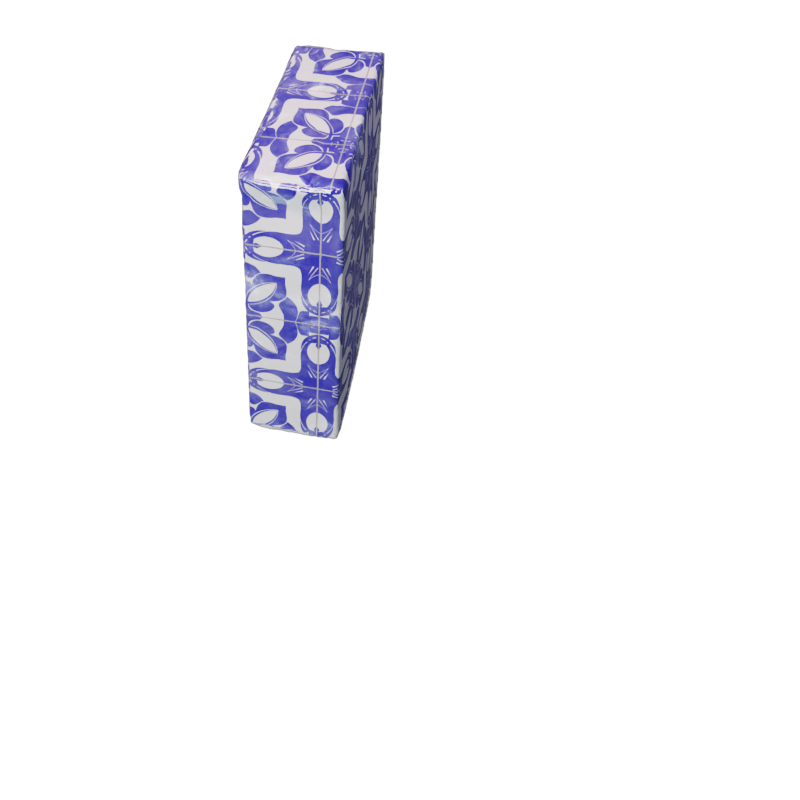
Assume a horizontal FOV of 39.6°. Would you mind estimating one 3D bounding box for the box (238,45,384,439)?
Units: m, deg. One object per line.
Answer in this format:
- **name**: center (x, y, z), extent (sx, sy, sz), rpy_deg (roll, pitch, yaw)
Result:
- **box**: center (-0.059, -0.108, 0.755), extent (0.072, 0.199, 0.174), rpy_deg (7, 43, 4)
